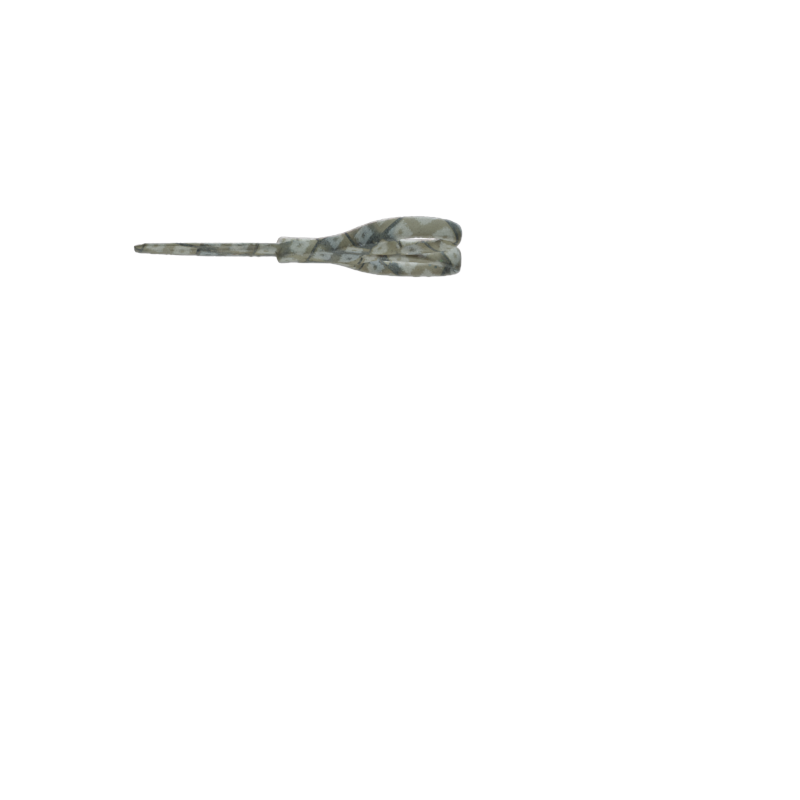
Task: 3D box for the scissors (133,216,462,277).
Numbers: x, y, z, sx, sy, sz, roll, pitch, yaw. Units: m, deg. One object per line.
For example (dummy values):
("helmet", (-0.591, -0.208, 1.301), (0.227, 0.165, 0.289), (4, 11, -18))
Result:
("scissors", (-0.052, -0.095, 0.662), (0.197, 0.016, 0.095), (3, -11, -17))
